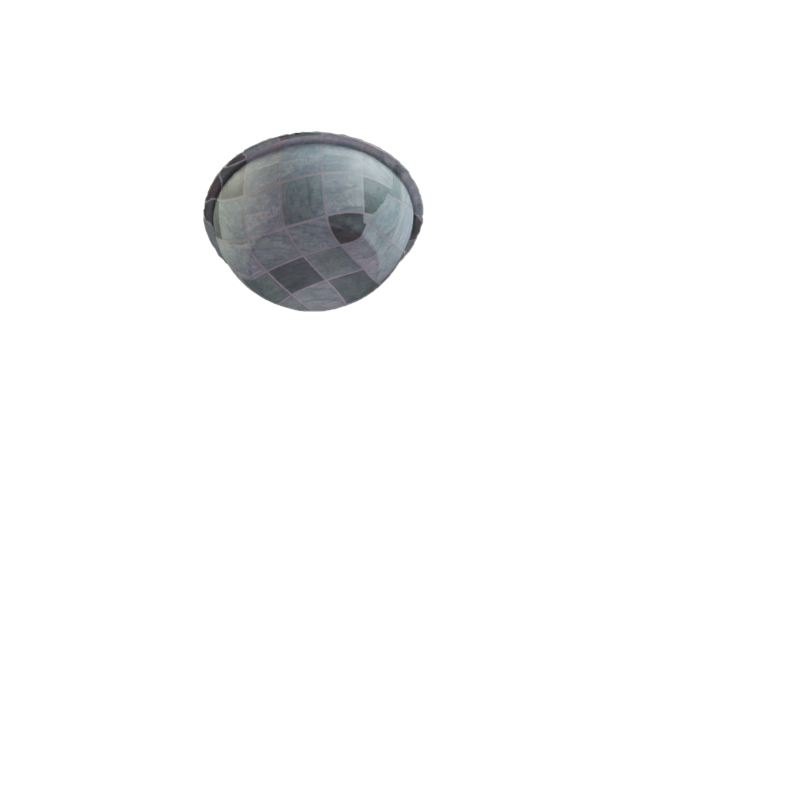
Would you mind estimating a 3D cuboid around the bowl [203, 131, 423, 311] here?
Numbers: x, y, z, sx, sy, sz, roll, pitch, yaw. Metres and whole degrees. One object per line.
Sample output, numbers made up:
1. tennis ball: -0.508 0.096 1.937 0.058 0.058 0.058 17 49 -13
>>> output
1. bowl: -0.062 -0.114 0.798 0.162 0.059 0.151 1 -42 -1
